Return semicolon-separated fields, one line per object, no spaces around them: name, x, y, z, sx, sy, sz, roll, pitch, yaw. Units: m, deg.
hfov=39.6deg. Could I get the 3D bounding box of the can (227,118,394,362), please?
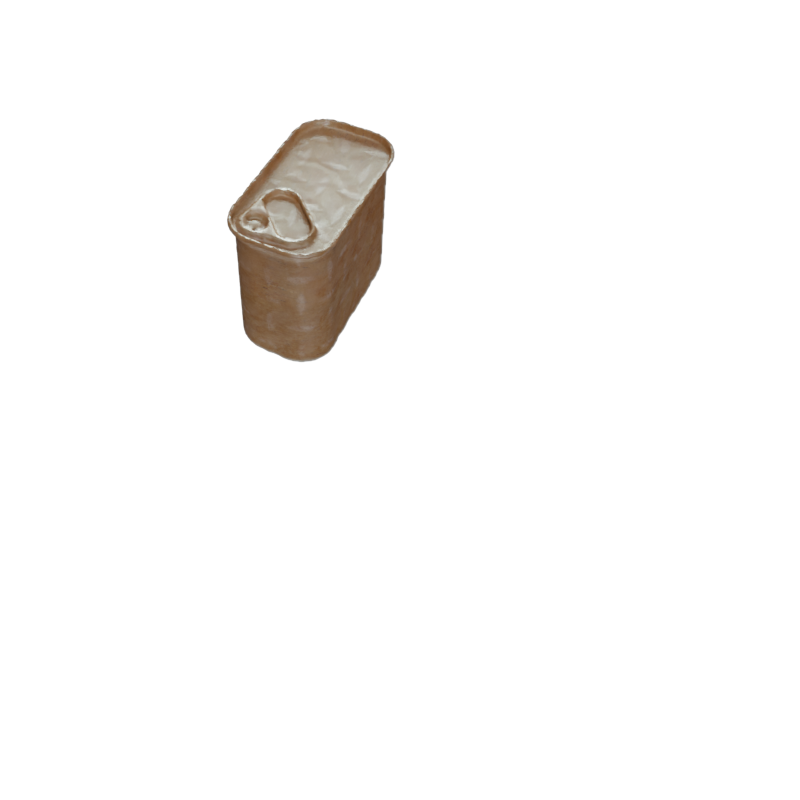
can;-0.046;-0.083;0.584;0.059;0.106;0.078;19;-39;14
